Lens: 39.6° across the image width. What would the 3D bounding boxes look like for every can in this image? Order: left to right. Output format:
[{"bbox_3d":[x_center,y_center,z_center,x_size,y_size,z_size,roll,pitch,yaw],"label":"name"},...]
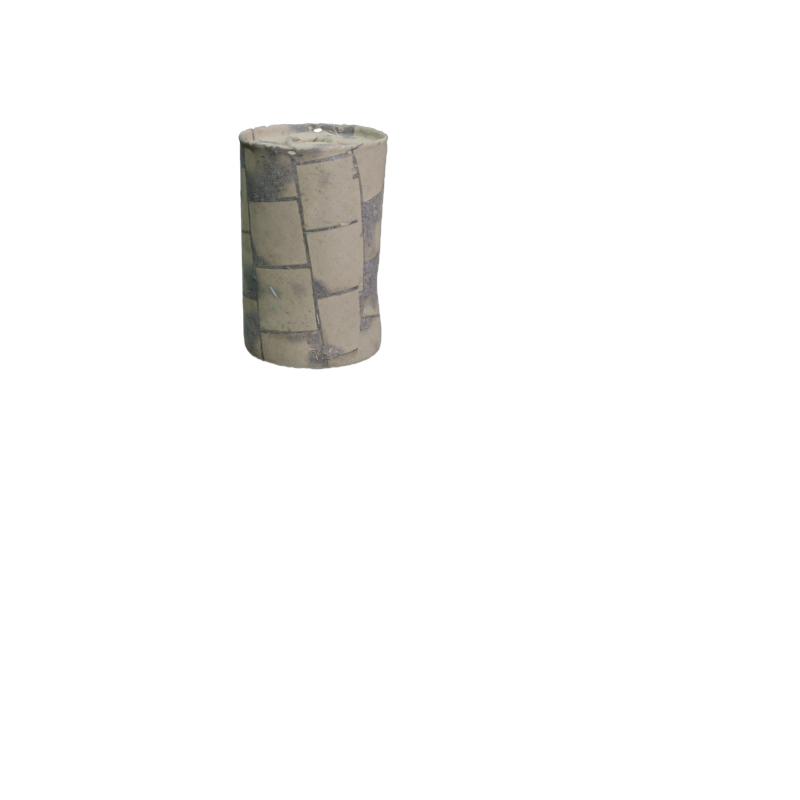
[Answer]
[{"bbox_3d":[-0.040,-0.074,0.516,0.068,0.098,0.071,0,18,-2],"label":"can"}]
